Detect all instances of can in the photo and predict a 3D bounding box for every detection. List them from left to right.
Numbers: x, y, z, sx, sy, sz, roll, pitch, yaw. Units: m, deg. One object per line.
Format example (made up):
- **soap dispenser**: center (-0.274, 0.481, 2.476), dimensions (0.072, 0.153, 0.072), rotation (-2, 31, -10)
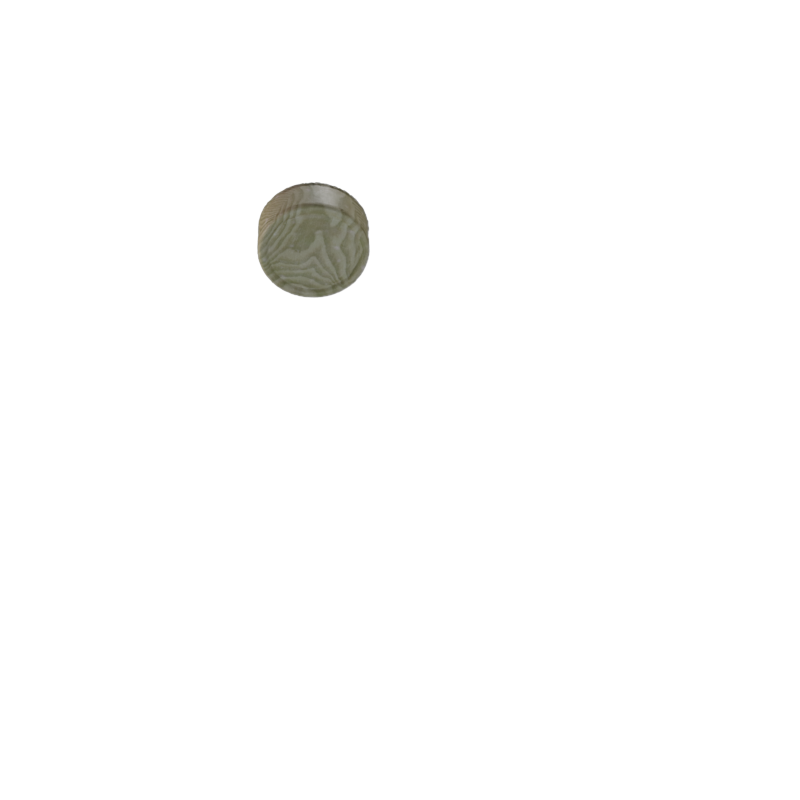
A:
- **can**: center (-0.066, -0.120, 0.842), dimensions (0.086, 0.080, 0.036), rotation (1, 36, -1)
